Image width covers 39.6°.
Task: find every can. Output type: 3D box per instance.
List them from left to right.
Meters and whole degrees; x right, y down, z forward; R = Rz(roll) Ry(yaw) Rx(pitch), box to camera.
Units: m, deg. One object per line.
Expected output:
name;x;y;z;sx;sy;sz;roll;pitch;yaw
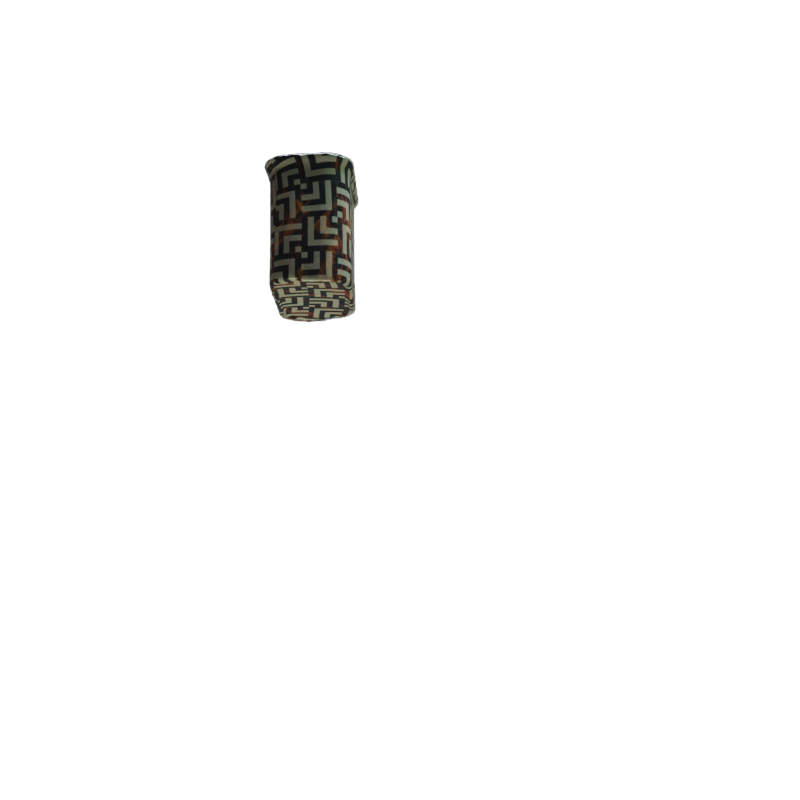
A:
can;-0.057;-0.104;0.728;0.058;0.087;0.098;-1;-15;1
